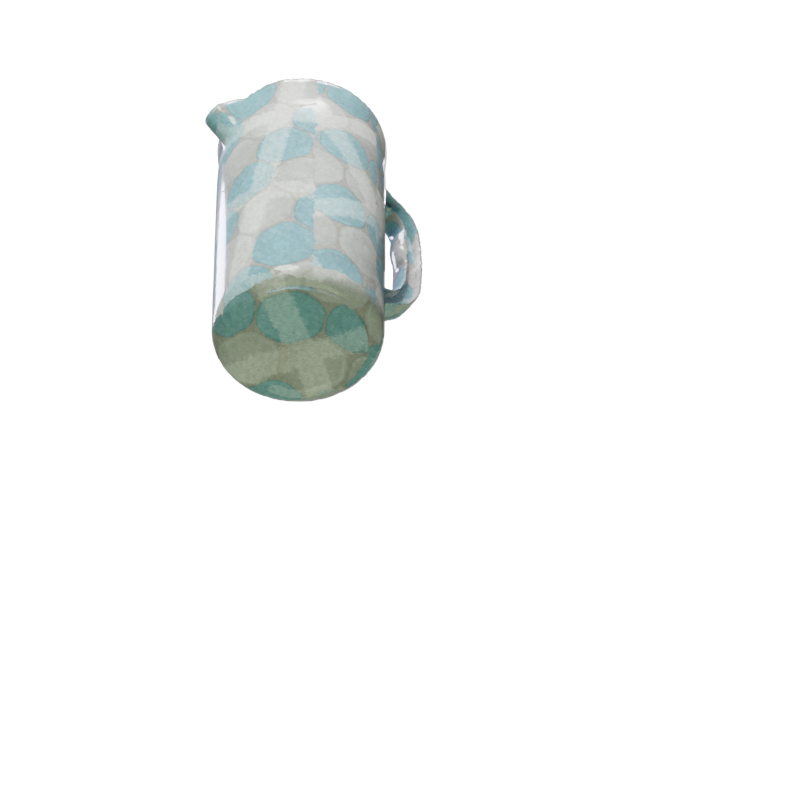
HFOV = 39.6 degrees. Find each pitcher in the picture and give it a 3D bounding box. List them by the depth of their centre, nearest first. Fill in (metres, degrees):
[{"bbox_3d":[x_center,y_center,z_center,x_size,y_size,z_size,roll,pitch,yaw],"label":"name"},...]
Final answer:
[{"bbox_3d":[-0.061,-0.112,0.783,0.150,0.134,0.260,-8,39,3],"label":"pitcher"}]
